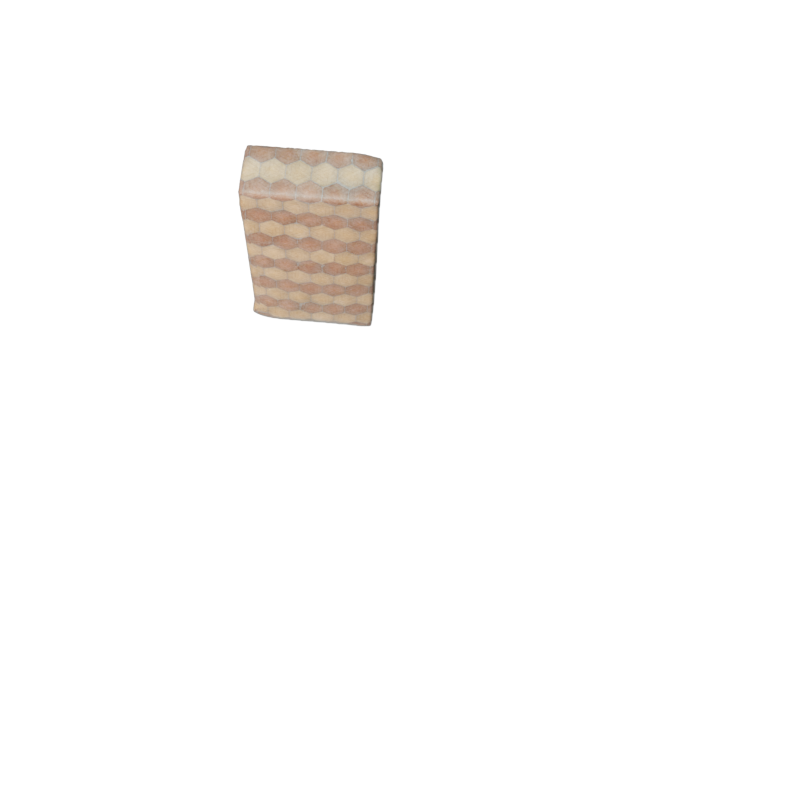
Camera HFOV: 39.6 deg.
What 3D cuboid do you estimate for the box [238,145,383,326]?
[{"bbox_3d":[-0.061,-0.113,0.787,0.094,0.051,0.166,7,-27,0],"label":"box"}]
